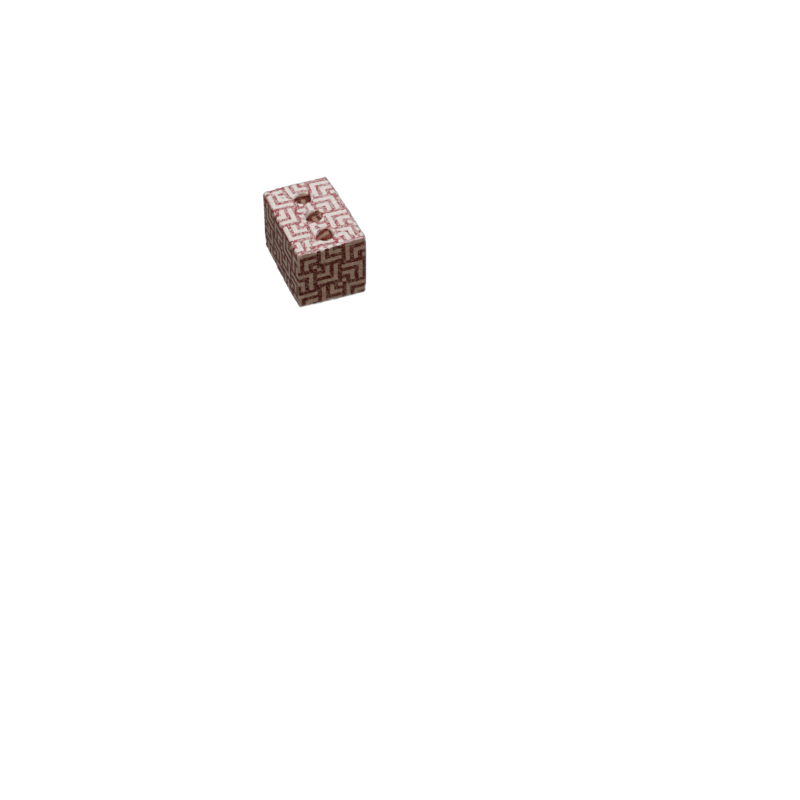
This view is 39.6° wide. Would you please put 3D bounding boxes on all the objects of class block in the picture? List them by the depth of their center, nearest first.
[{"bbox_3d":[-0.063,-0.115,0.807,0.052,0.048,0.084,-16,47,-17],"label":"block"}]
